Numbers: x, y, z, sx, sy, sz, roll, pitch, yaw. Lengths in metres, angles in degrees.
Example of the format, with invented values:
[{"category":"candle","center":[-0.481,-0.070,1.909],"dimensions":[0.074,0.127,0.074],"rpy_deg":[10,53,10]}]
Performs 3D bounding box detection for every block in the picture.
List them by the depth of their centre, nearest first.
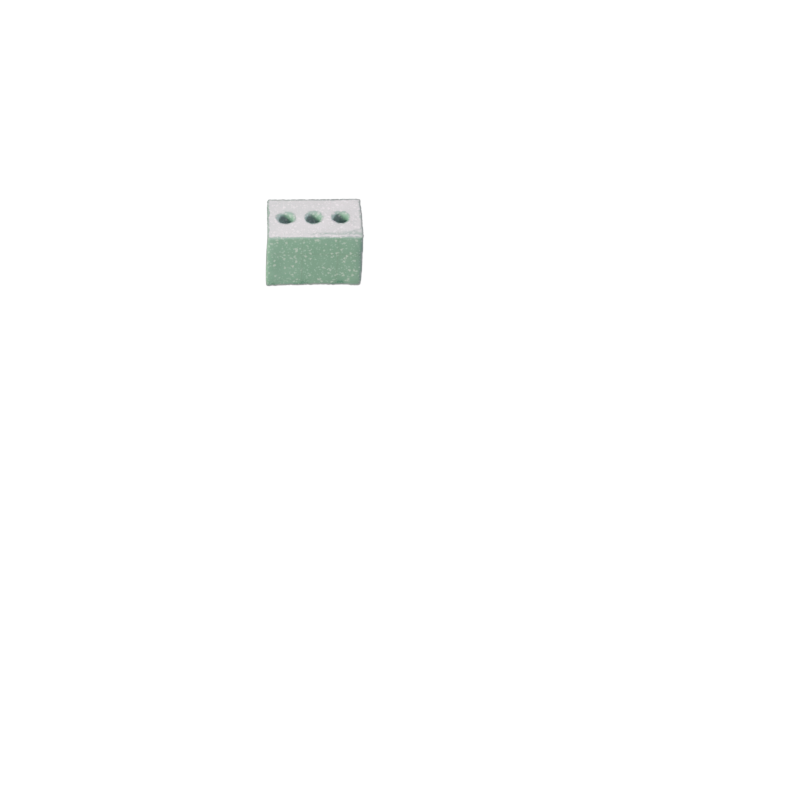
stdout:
[{"category":"block","center":[-0.070,-0.128,0.897],"dimensions":[0.078,0.048,0.057],"rpy_deg":[-1,44,-3]}]
